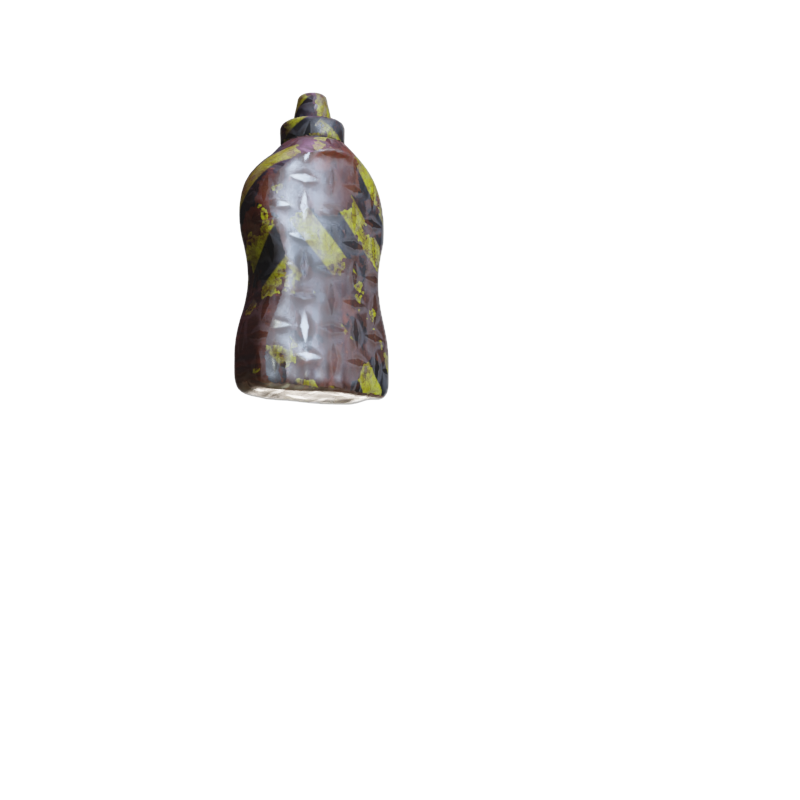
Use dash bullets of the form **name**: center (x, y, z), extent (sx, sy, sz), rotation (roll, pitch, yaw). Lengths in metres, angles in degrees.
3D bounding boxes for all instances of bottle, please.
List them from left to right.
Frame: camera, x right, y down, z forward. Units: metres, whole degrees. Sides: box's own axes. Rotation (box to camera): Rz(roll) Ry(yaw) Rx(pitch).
- **bottle**: center (-0.054, -0.097, 0.680), extent (0.092, 0.199, 0.059), rotation (9, -17, -35)
